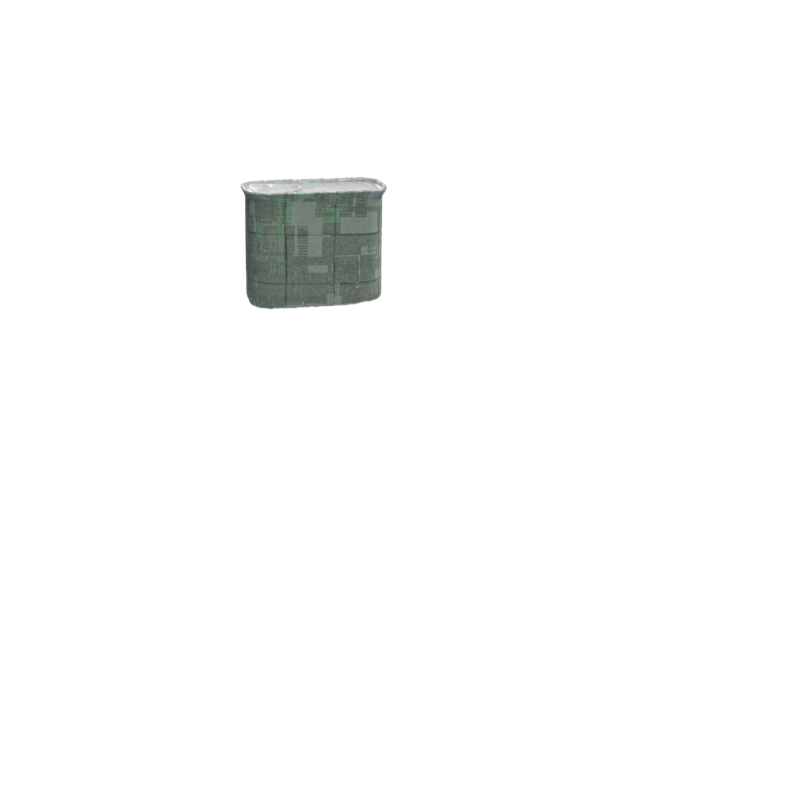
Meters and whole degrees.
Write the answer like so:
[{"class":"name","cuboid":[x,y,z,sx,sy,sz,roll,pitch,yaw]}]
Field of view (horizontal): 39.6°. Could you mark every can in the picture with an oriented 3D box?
[{"class":"can","cuboid":[-0.063,-0.114,0.797,0.101,0.081,0.060,-3,16,-11]}]
